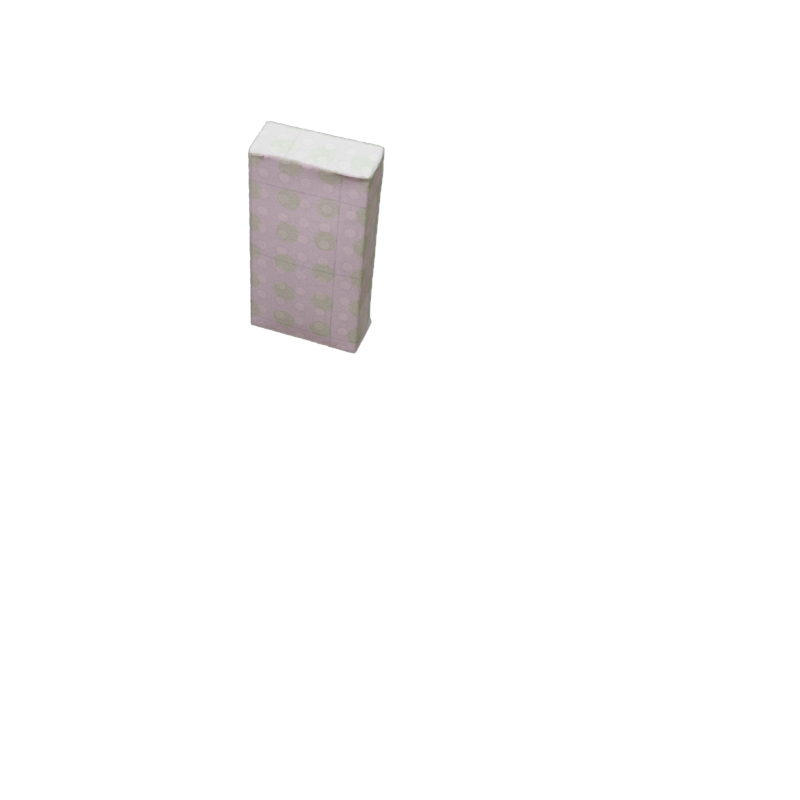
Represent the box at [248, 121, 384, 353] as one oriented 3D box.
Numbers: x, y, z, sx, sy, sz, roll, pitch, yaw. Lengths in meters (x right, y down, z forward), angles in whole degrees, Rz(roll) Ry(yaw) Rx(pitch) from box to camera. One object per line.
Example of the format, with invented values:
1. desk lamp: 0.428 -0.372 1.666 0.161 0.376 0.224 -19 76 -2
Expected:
1. box: -0.066 -0.119 0.835 0.096 0.164 0.050 16 48 11
